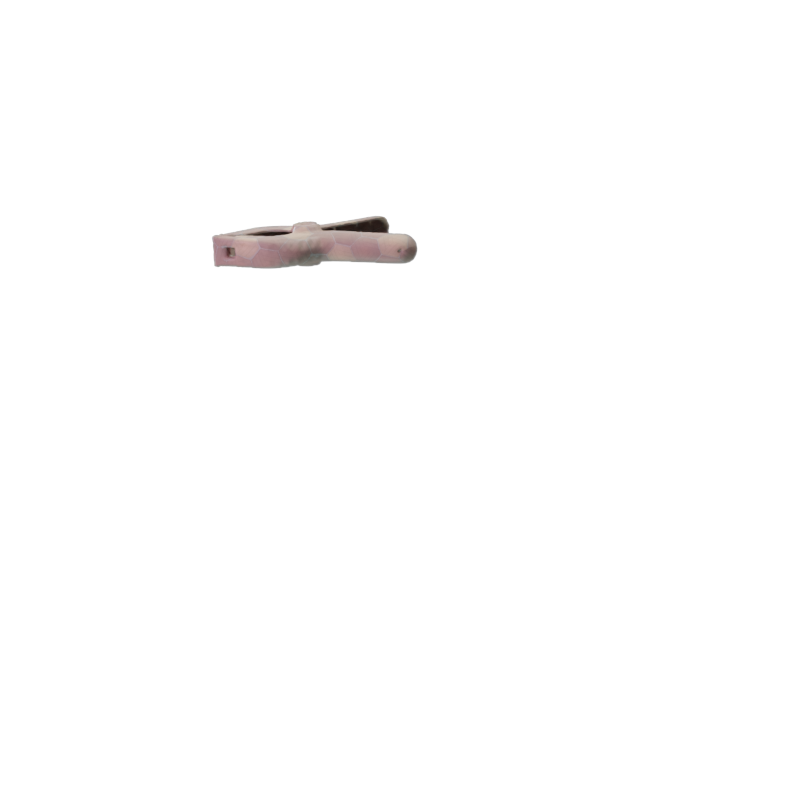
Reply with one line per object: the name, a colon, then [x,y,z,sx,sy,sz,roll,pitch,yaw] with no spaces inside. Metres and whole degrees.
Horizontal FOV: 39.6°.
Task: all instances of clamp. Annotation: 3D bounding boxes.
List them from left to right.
clamp: [-0.076,-0.138,0.966,0.171,0.038,0.123,0,12,-1]
